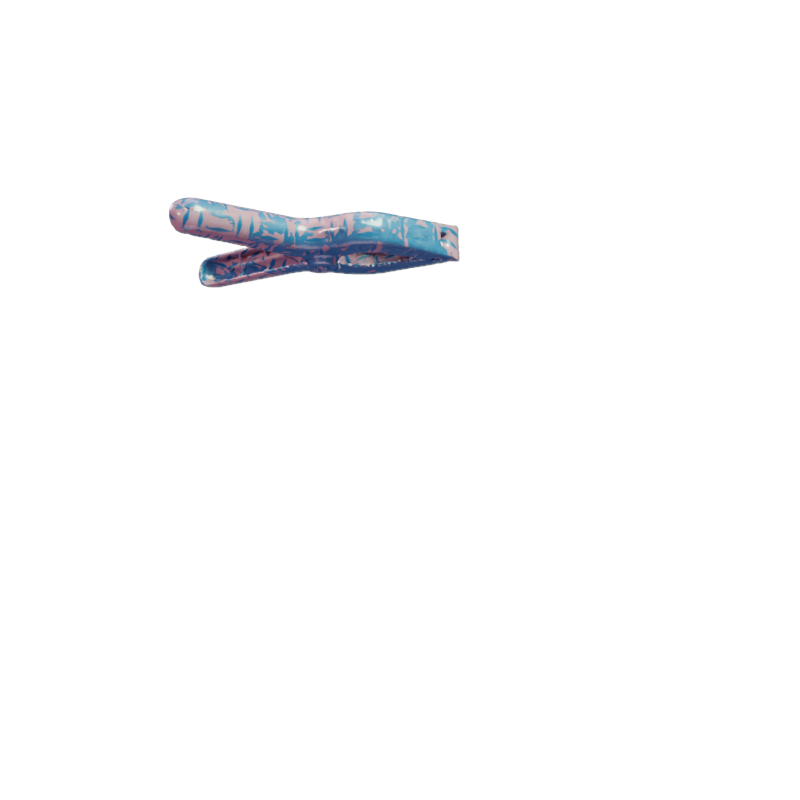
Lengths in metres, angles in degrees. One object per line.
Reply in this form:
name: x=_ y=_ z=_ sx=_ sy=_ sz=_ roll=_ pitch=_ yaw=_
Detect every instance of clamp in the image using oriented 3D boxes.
clamp: x=-0.063 y=-0.116 z=0.810 sx=0.212 sy=0.037 sz=0.158 roll=-1 pitch=-9 yaw=7
